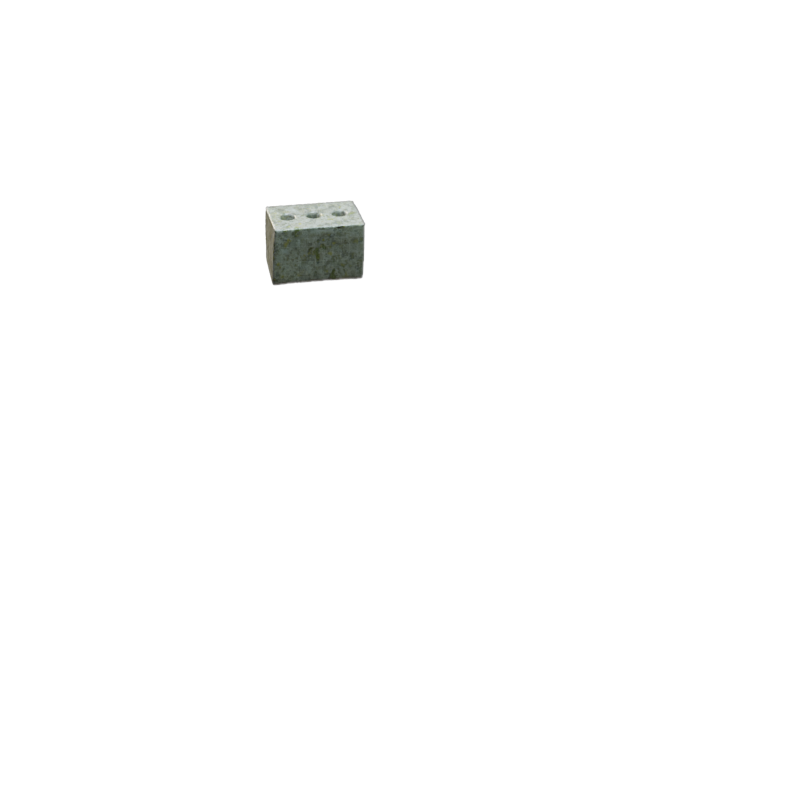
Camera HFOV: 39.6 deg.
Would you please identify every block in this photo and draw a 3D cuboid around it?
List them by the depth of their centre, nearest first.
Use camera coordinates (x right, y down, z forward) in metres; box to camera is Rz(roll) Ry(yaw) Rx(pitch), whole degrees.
[{"bbox_3d":[-0.073,-0.133,0.934,0.077,0.048,0.057,-6,31,-11],"label":"block"}]
